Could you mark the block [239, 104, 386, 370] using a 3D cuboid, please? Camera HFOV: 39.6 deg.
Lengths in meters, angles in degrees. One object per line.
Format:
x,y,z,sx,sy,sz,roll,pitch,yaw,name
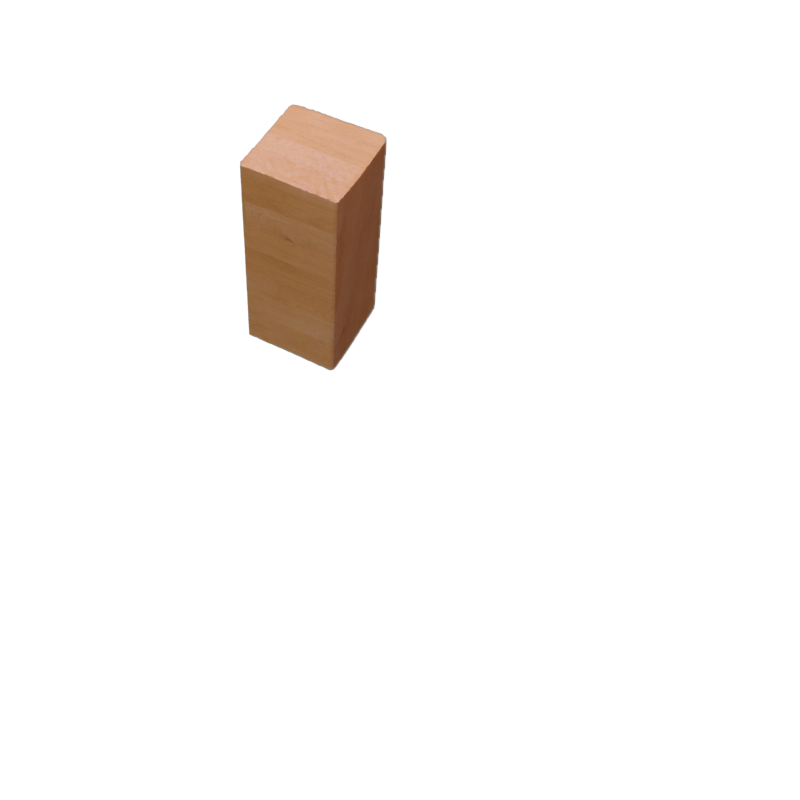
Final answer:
-0.073,-0.135,0.944,0.094,0.093,0.192,23,-38,15,block
